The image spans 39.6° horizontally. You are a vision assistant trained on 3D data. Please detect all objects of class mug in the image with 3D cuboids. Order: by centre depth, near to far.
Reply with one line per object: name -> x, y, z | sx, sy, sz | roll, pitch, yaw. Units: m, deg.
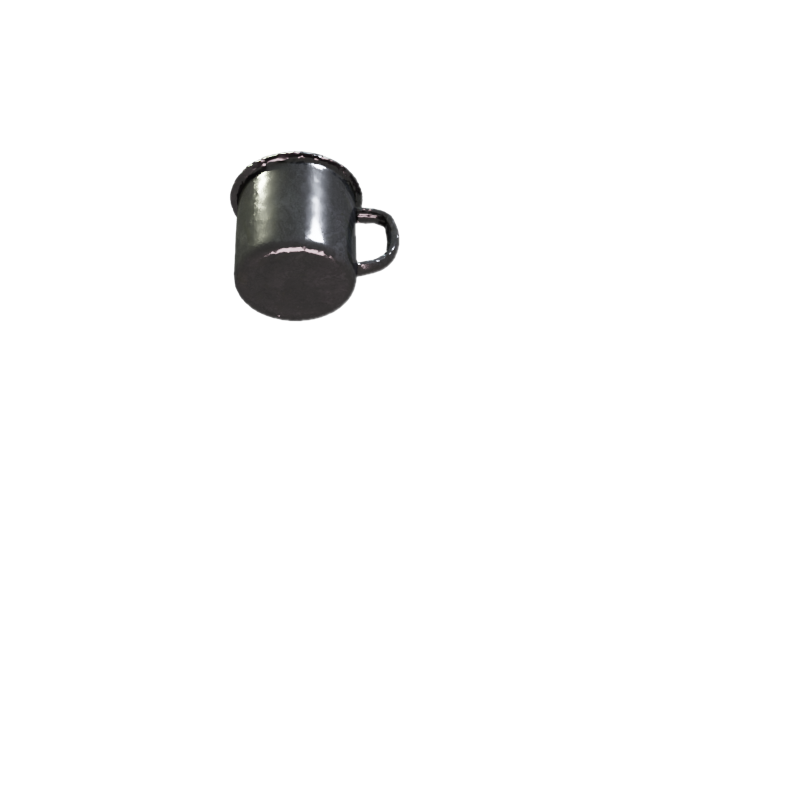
mug -> -0.059, -0.108, 0.755 | 0.116, 0.087, 0.087 | 2, -38, -4
